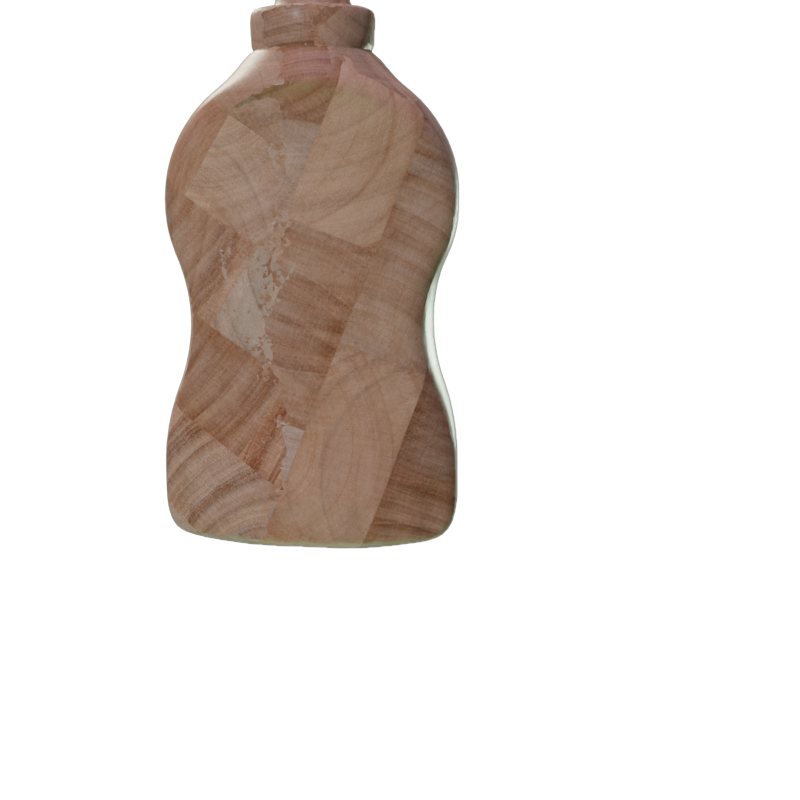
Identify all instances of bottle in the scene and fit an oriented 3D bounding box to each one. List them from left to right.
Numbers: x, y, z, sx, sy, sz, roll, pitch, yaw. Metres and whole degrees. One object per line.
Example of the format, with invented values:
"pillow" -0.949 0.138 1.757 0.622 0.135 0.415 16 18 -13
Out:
"bottle" -0.029 -0.052 0.367 0.097 0.190 0.058 1 4 6
